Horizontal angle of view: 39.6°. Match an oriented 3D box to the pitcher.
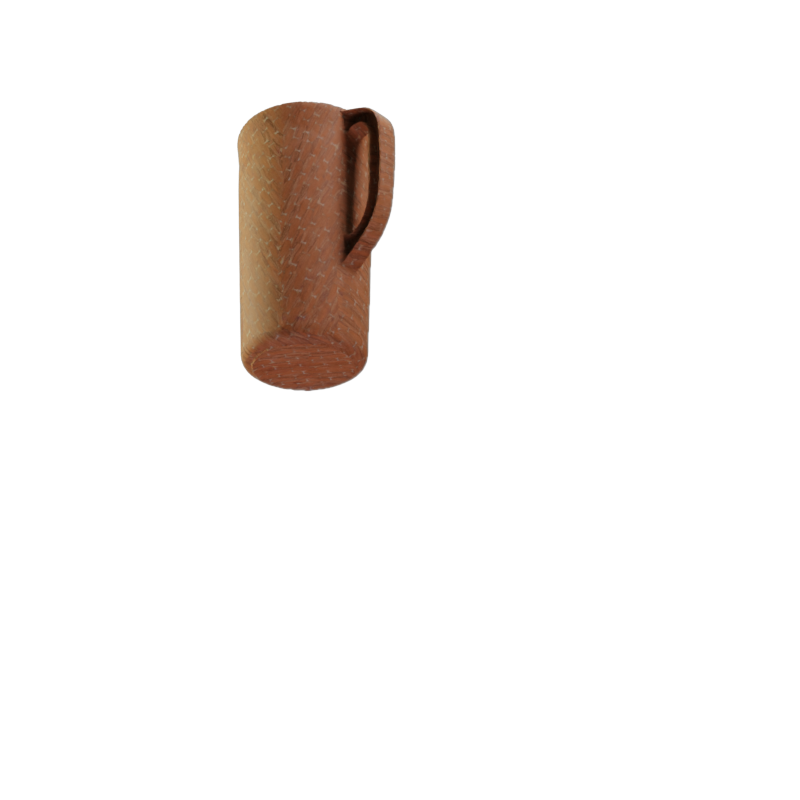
[{"bbox_3d":[-0.077,-0.141,0.988,0.145,0.259,0.140,-1,-30,-2],"label":"pitcher"}]
